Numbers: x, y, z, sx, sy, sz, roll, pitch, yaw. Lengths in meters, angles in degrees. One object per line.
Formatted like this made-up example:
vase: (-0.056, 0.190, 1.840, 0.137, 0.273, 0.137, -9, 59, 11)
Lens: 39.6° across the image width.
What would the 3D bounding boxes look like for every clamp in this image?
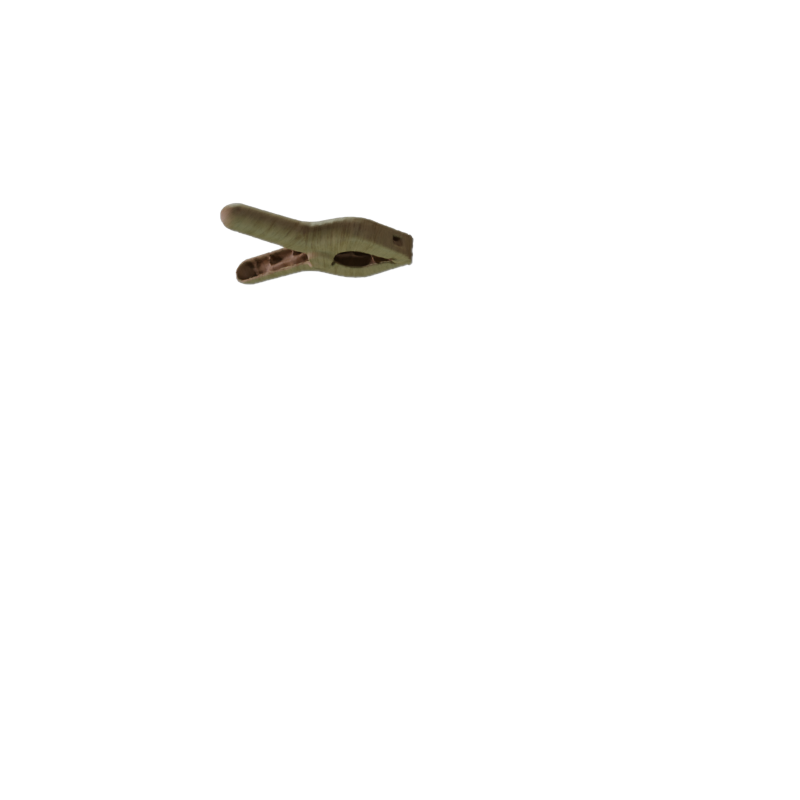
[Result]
clamp: (-0.077, -0.140, 0.979, 0.173, 0.041, 0.113, -3, -18, 10)
